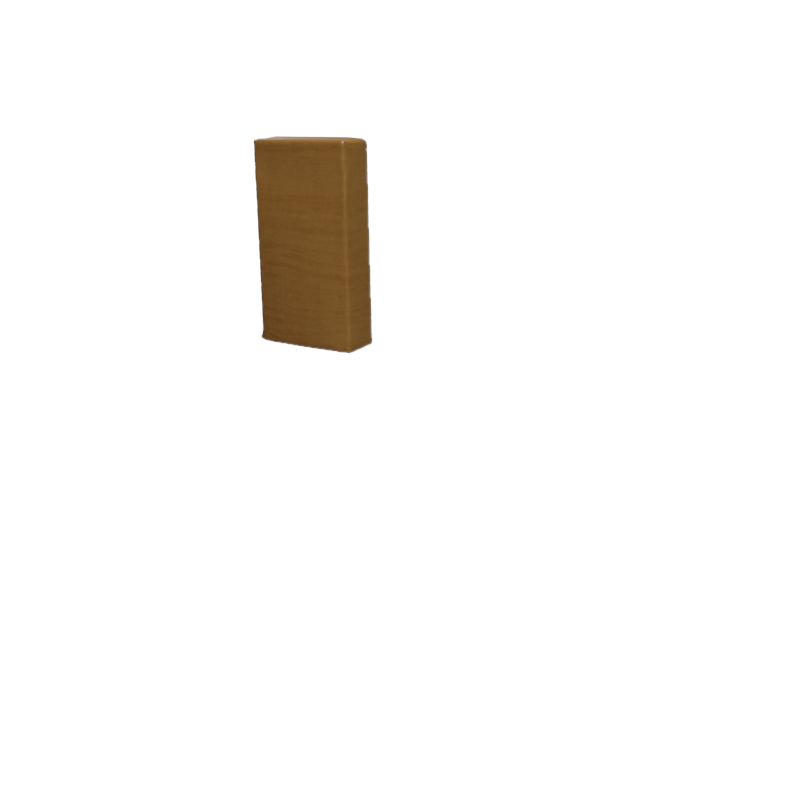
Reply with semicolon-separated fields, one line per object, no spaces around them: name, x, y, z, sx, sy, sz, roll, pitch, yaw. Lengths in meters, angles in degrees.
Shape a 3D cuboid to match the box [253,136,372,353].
box;-0.073;-0.134;0.937;0.097;0.173;0.047;6;10;32
